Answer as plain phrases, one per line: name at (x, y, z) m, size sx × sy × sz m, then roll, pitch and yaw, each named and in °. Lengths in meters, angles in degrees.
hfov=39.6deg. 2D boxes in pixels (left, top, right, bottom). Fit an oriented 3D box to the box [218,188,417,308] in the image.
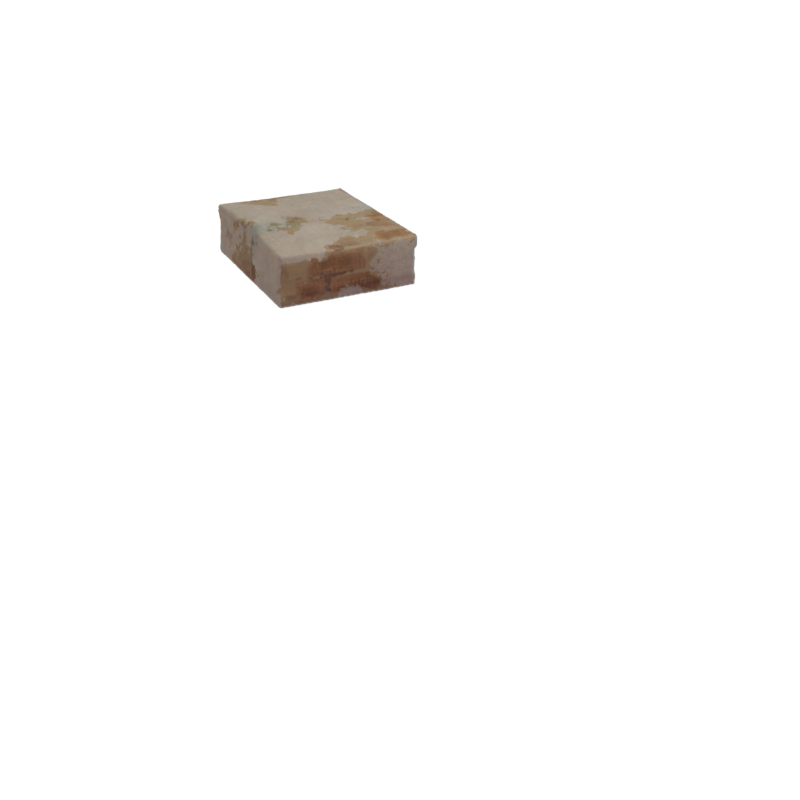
box at (-0.044, -0.081, 0.564) m, size 0.072 × 0.029 × 0.096 m, roll -12°, pitch 29°, yaw -23°
